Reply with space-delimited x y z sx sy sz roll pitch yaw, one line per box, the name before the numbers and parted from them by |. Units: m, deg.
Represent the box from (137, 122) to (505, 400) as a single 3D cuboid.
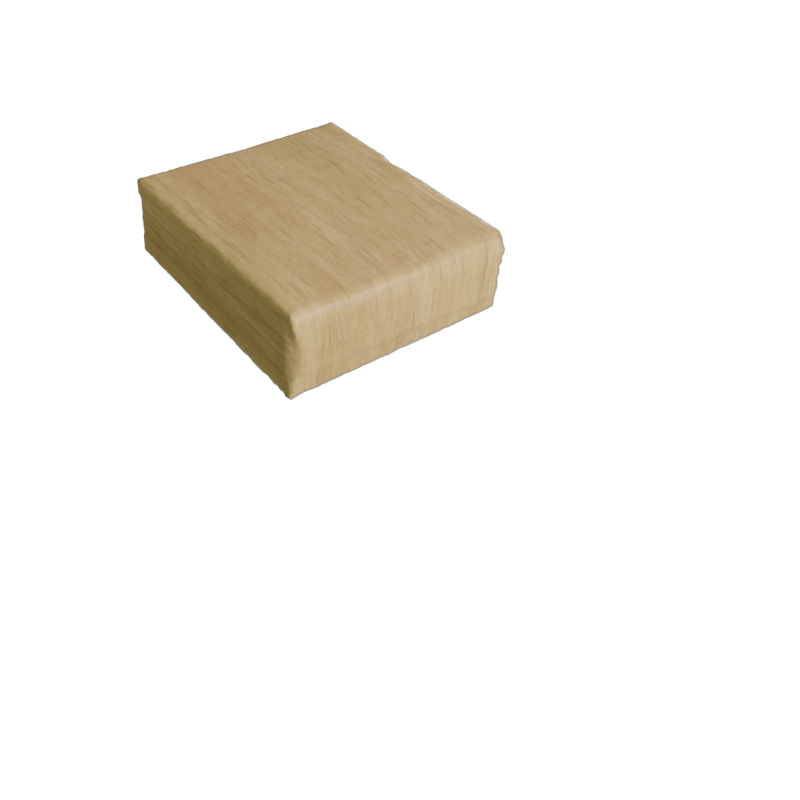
box | -0.026 -0.047 0.331 0.072 0.028 0.096 -23 43 -27
